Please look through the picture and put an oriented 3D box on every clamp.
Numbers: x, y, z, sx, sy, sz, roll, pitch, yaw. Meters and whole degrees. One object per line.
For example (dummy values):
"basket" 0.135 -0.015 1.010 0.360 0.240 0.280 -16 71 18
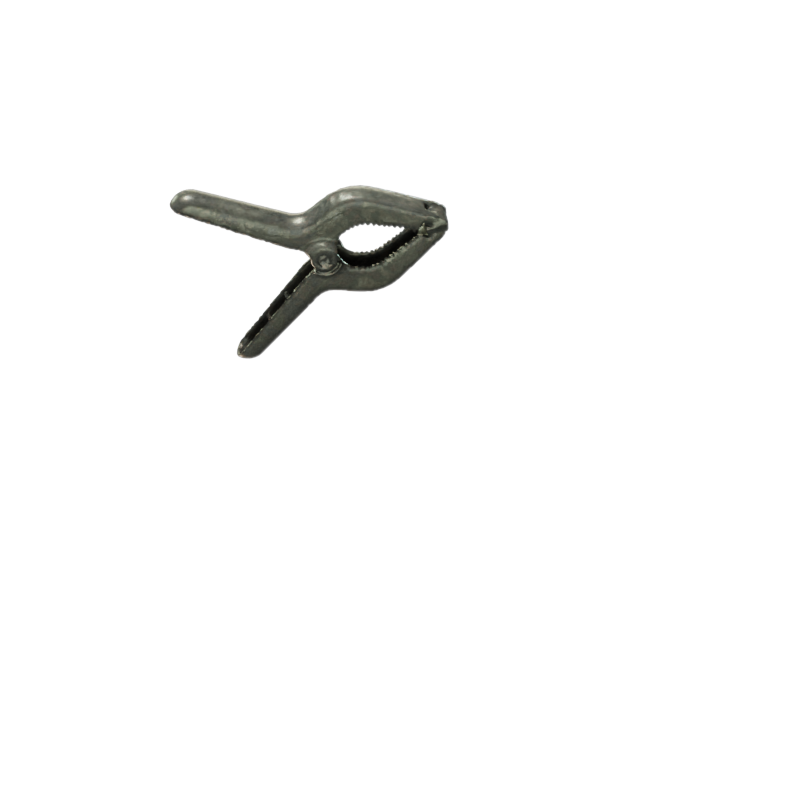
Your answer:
"clamp" -0.069 -0.125 0.878 0.211 0.153 0.039 -19 34 13
